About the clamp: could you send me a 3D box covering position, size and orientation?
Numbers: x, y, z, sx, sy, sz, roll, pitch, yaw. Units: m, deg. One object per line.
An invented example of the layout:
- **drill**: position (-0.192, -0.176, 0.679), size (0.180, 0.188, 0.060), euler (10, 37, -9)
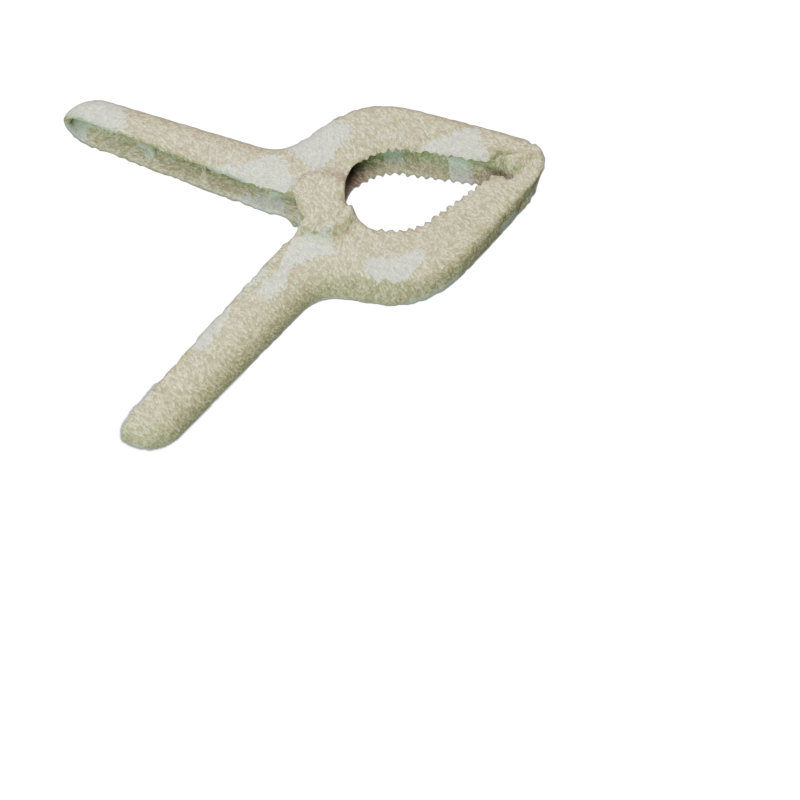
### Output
- **clamp**: position (-0.038, -0.069, 0.480), size (0.209, 0.174, 0.034), euler (-8, -23, -3)
